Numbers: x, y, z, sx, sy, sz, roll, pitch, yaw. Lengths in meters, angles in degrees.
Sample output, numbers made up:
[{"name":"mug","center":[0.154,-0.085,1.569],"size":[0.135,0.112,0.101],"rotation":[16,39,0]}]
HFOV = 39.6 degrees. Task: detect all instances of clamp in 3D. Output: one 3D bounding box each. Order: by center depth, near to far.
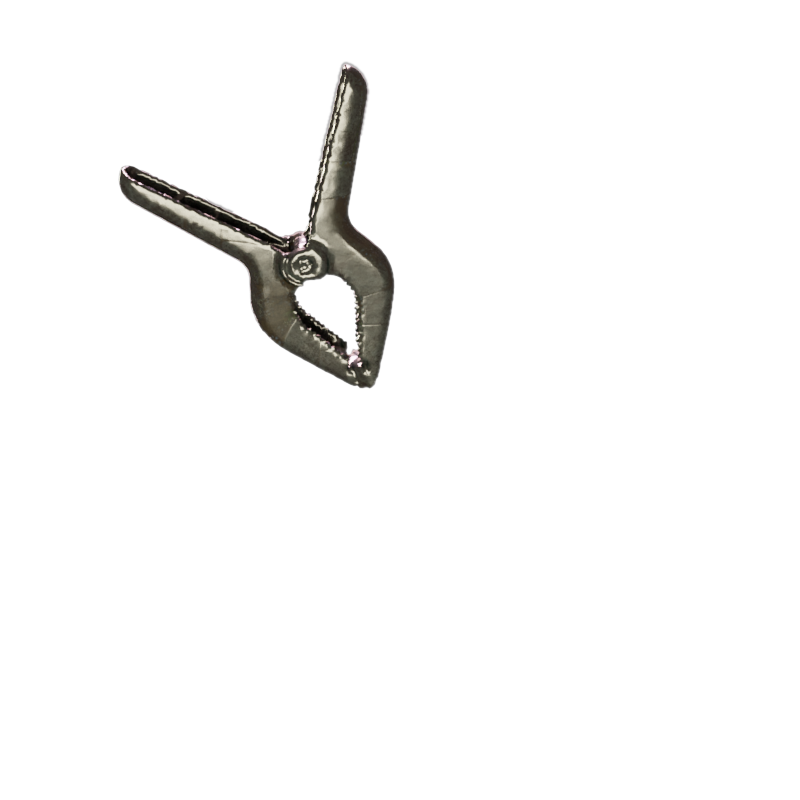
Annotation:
[{"name":"clamp","center":[-0.055,-0.101,0.705],"size":[0.164,0.199,0.038],"rotation":[-29,22,13]}]
